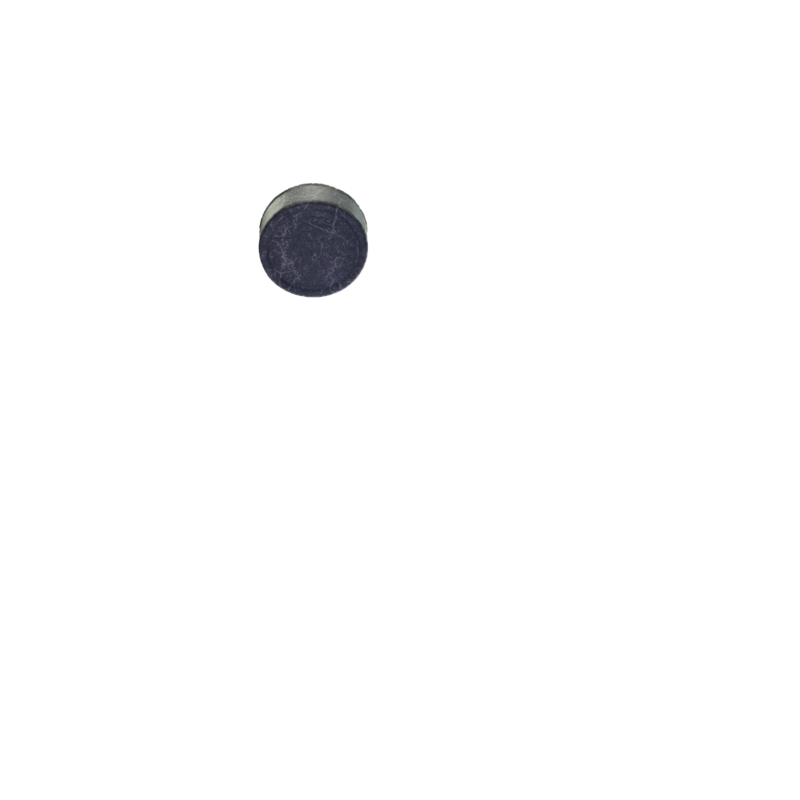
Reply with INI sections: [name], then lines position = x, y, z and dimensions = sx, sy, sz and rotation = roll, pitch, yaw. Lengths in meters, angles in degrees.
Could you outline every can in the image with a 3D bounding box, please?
[can]
position = -0.067, -0.123, 0.861
dimensions = 0.086, 0.081, 0.036
rotation = 1, 30, -1
